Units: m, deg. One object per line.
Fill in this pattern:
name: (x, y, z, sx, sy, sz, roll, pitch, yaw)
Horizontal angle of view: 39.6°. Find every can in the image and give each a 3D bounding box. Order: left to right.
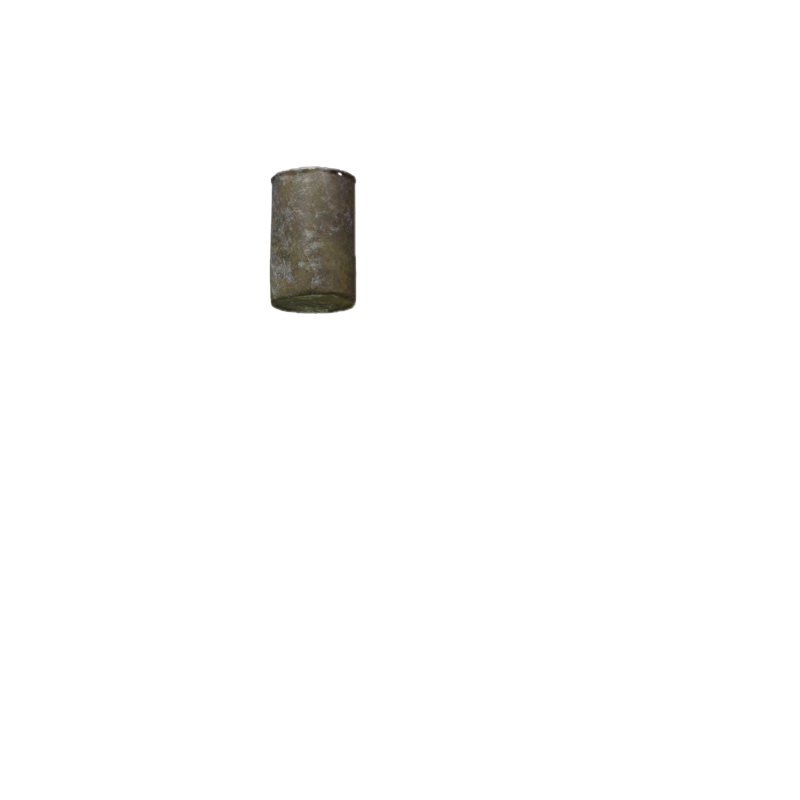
can: (-0.068, -0.123, 0.865, 0.068, 0.106, 0.066, 0, -13, -2)
